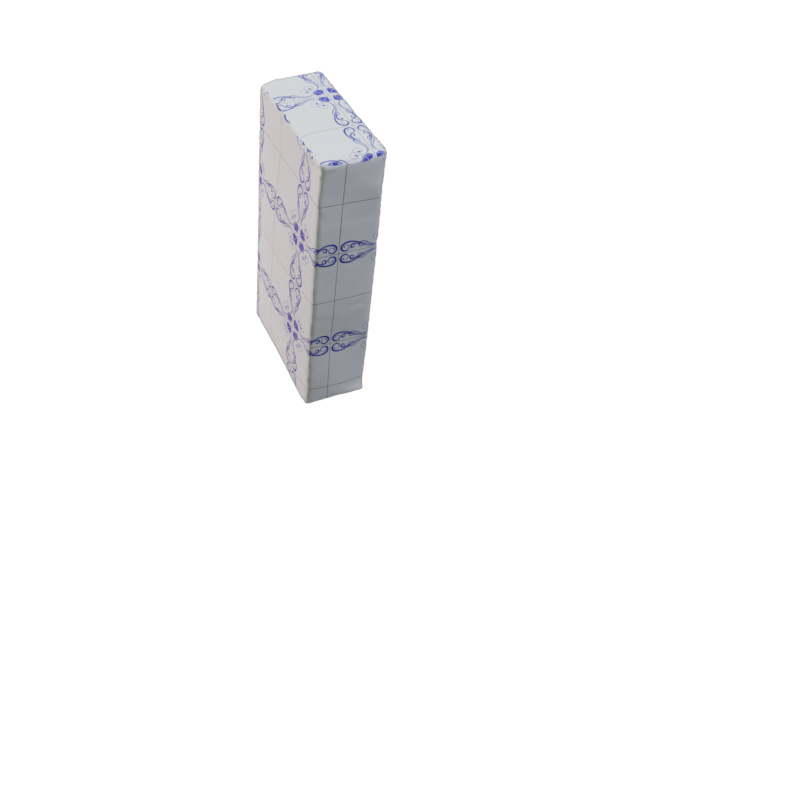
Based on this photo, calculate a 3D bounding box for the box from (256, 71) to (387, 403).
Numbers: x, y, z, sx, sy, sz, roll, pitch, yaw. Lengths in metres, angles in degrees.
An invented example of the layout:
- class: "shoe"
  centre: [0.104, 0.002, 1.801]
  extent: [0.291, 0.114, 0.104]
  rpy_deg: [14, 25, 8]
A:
- class: "box"
  centre: [-0.051, -0.093, 0.653]
  extent: [0.047, 0.164, 0.101]
  rpy_deg: [-15, 45, -20]
